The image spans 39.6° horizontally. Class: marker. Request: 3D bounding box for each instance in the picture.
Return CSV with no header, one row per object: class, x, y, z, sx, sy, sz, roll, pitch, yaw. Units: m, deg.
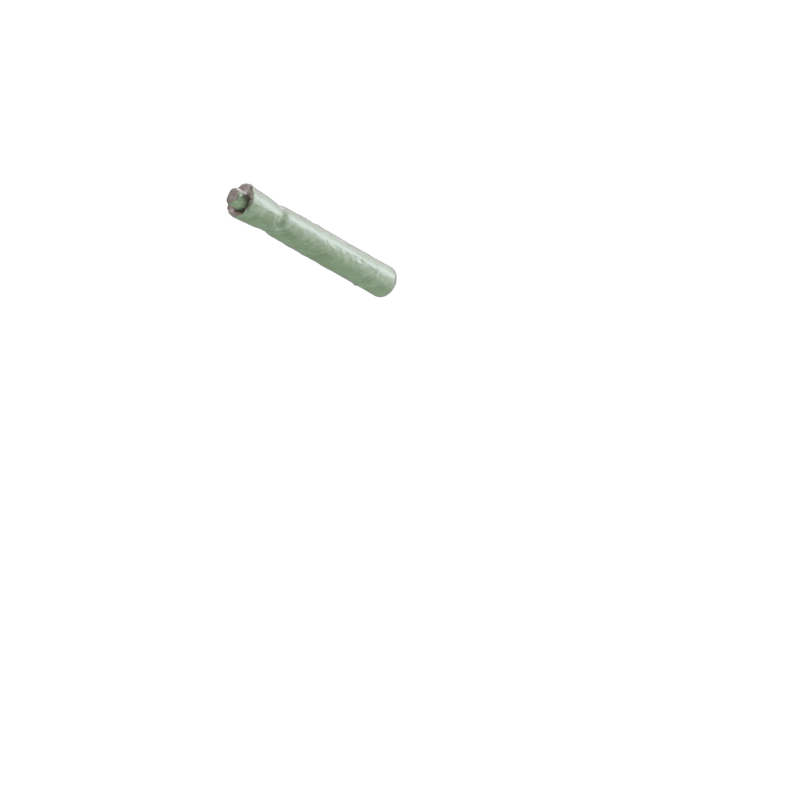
marker,-0.046,-0.084,0.590,0.021,0.020,0.113,4,-16,45
